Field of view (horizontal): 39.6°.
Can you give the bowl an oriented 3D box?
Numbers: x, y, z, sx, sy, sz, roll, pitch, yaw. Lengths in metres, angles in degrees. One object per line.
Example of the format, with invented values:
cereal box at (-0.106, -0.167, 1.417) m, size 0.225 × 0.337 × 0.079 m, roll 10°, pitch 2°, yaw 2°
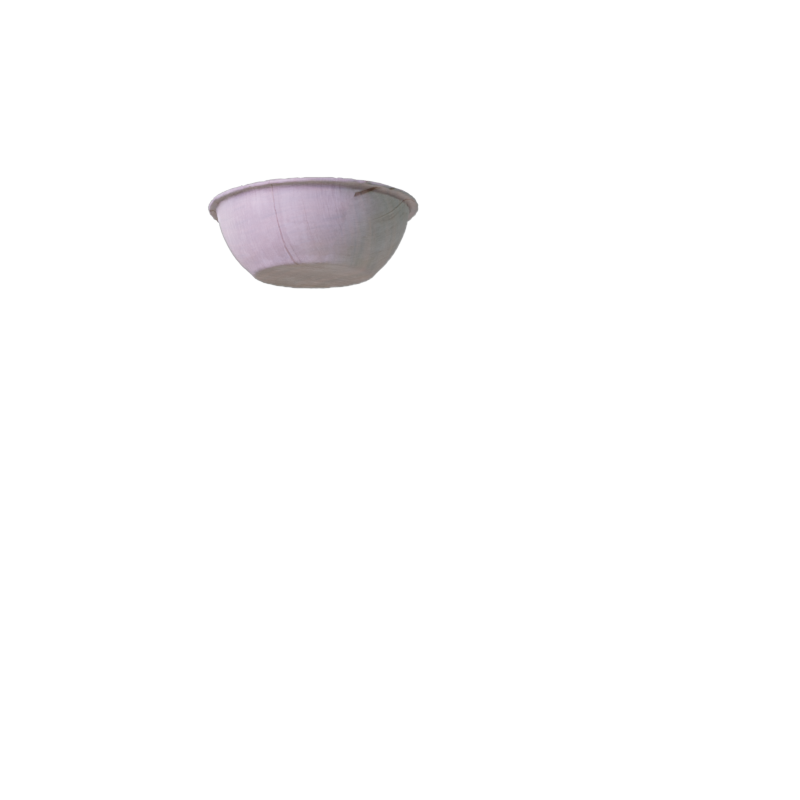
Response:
bowl at (-0.066, -0.121, 0.844) m, size 0.162 × 0.056 × 0.158 m, roll 0°, pitch -7°, yaw -2°
